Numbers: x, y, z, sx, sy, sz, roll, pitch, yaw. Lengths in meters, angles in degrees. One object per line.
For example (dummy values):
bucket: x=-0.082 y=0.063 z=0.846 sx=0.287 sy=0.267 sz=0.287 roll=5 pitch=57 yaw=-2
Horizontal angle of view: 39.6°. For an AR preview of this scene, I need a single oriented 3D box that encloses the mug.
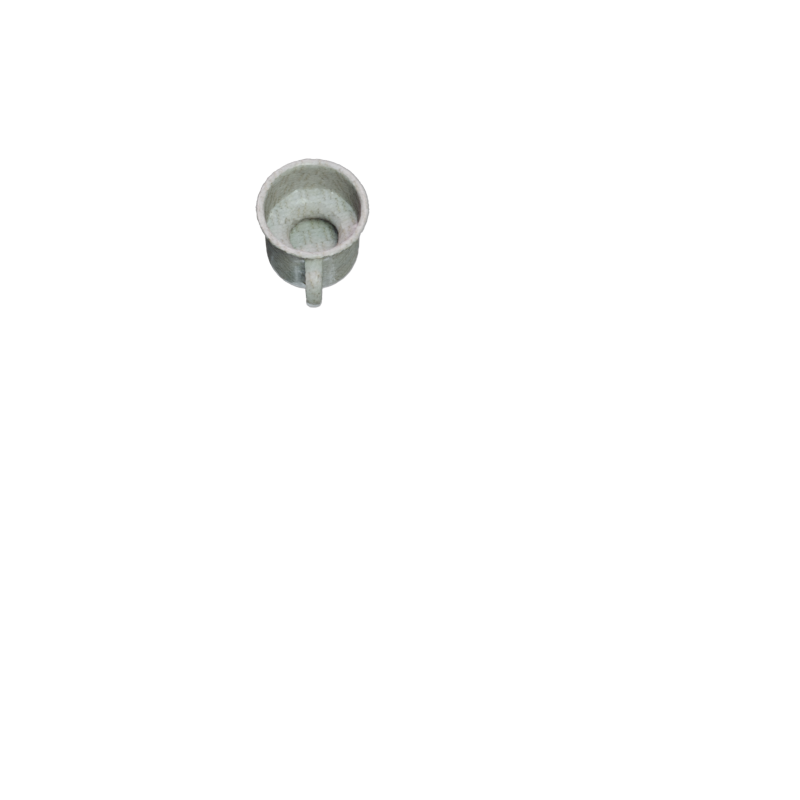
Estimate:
mug: x=-0.074 y=-0.134 z=0.939 sx=0.093 sy=0.124 sz=0.077 roll=-4 pitch=-24 yaw=-4
